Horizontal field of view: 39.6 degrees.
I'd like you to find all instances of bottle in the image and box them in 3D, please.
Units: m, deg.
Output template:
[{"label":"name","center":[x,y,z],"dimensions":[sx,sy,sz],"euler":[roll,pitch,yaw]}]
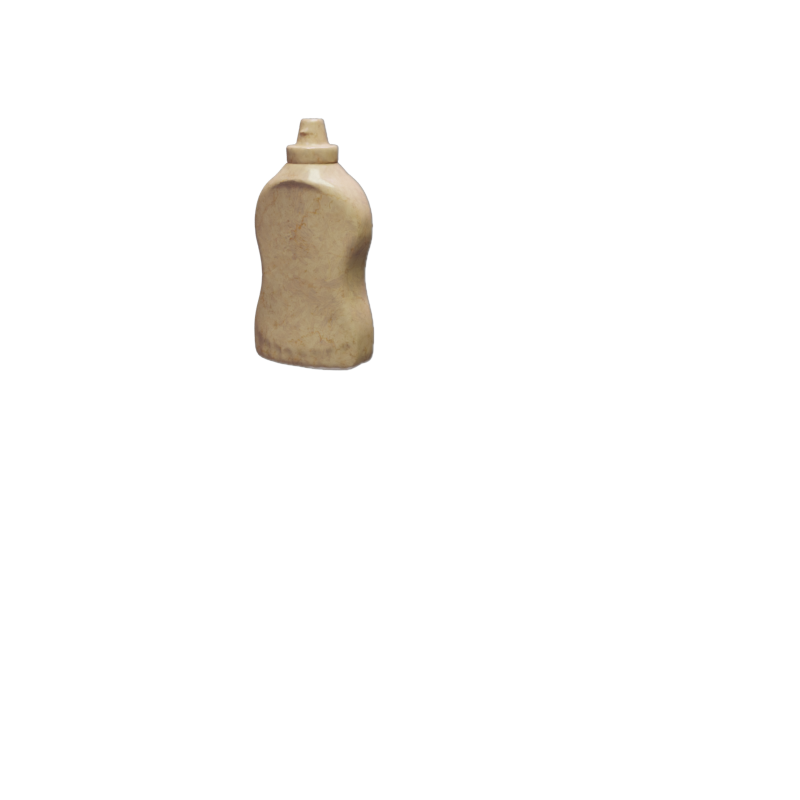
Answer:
[{"label":"bottle","center":[-0.068,-0.124,0.867],"dimensions":[0.100,0.187,0.057],"euler":[7,11,30]}]
